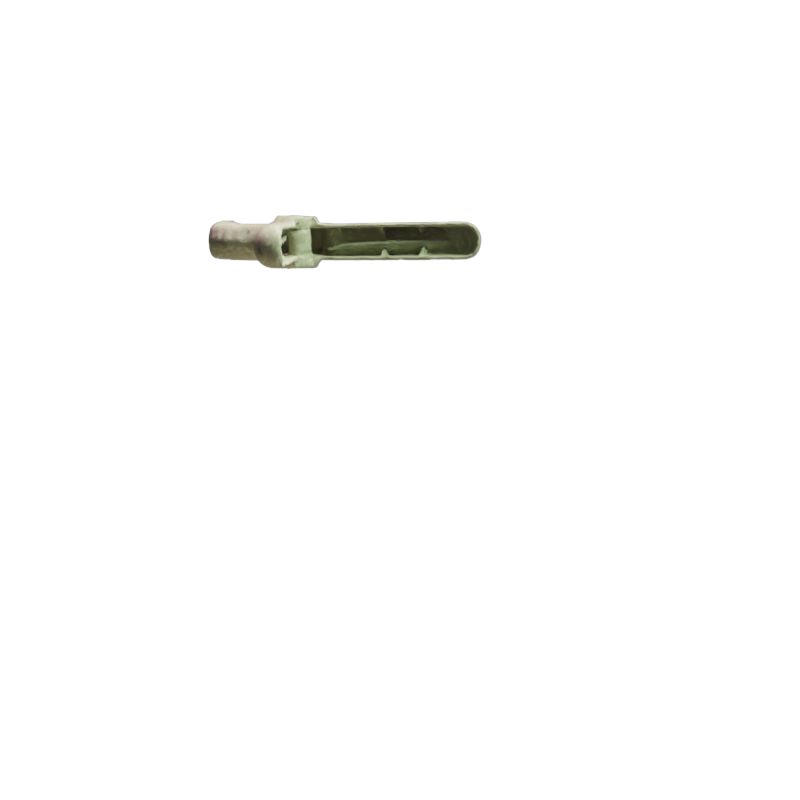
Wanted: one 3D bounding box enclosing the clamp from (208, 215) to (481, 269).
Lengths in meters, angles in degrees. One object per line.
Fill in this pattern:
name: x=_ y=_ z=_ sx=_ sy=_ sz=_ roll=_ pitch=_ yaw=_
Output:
clamp: x=-0.059 y=-0.108 z=0.759 sx=0.160 sy=0.036 sz=0.219 roll=-5 pitch=10 yaw=-29
